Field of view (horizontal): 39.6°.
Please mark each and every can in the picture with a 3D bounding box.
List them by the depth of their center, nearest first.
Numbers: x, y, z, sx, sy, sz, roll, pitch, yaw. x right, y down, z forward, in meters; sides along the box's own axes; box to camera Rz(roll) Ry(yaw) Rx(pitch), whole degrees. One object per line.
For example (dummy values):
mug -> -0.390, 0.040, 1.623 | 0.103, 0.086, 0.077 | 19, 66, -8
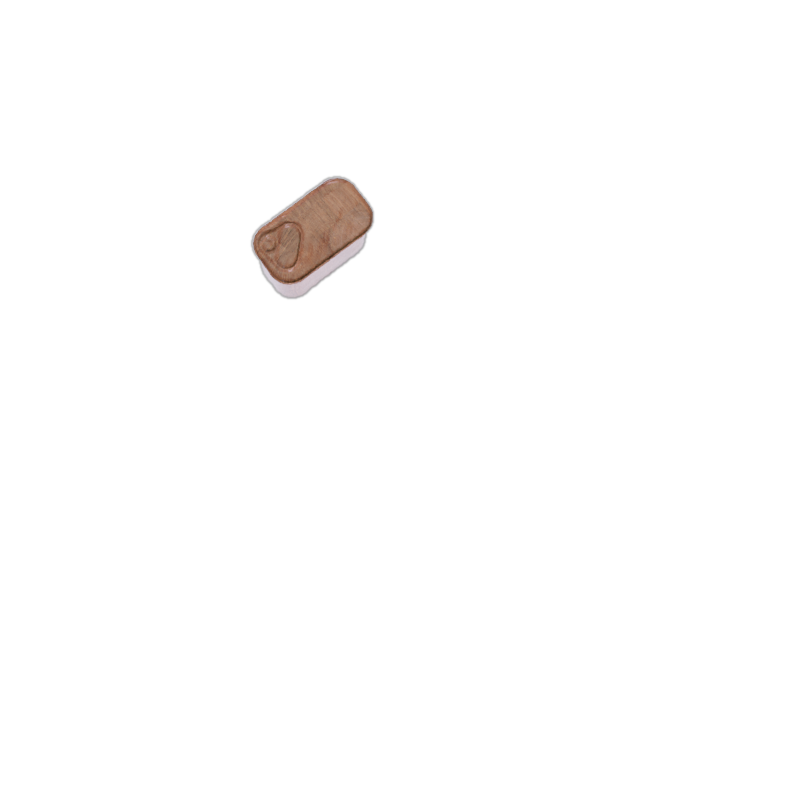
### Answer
can -> -0.075, -0.137, 0.959 | 0.102, 0.059, 0.082 | -37, -5, -8
